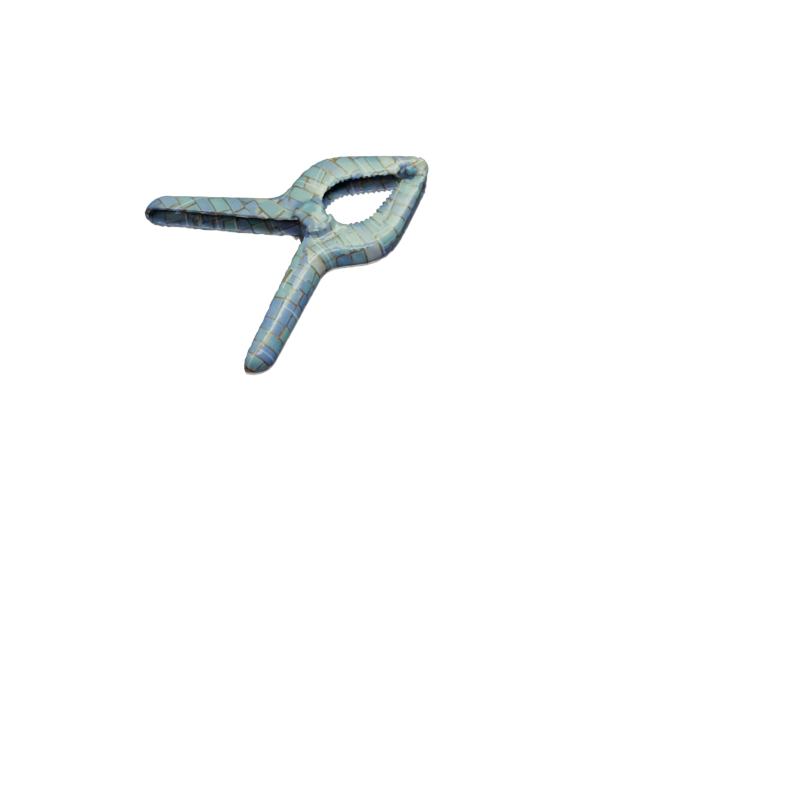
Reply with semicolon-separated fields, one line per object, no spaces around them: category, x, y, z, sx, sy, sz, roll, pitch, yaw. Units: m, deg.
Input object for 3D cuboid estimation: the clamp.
clamp;-0.064;-0.117;0.819;0.209;0.176;0.034;-23;-28;-13
